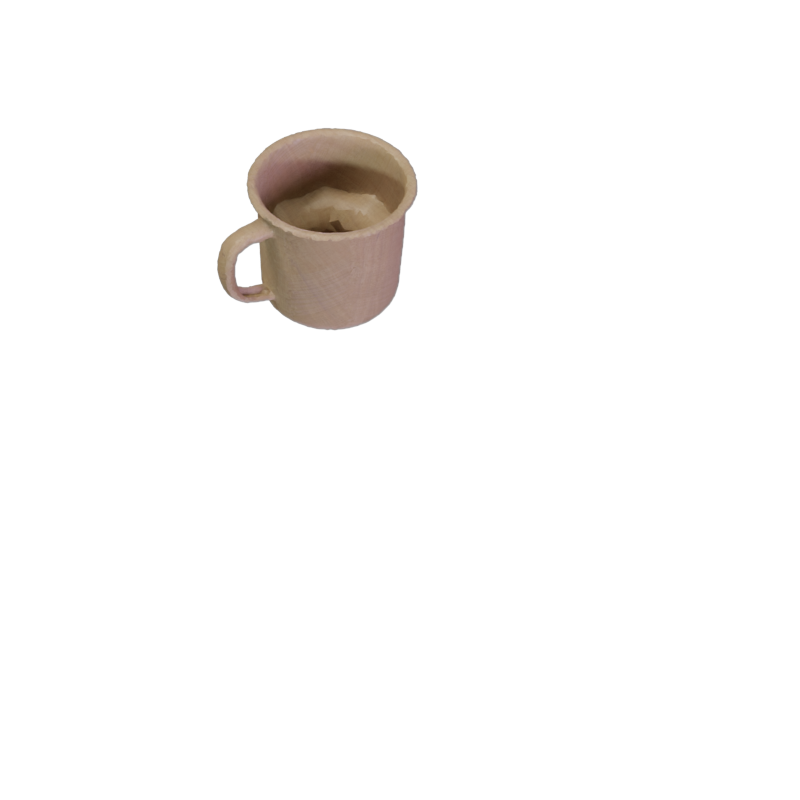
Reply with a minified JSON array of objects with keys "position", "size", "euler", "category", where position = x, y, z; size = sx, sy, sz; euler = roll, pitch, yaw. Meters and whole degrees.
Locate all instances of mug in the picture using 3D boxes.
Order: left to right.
[{"position":[-0.049,-0.089,0.625],"size":[0.117,0.076,0.100],"euler":[-27,54,-23],"category":"mug"}]
